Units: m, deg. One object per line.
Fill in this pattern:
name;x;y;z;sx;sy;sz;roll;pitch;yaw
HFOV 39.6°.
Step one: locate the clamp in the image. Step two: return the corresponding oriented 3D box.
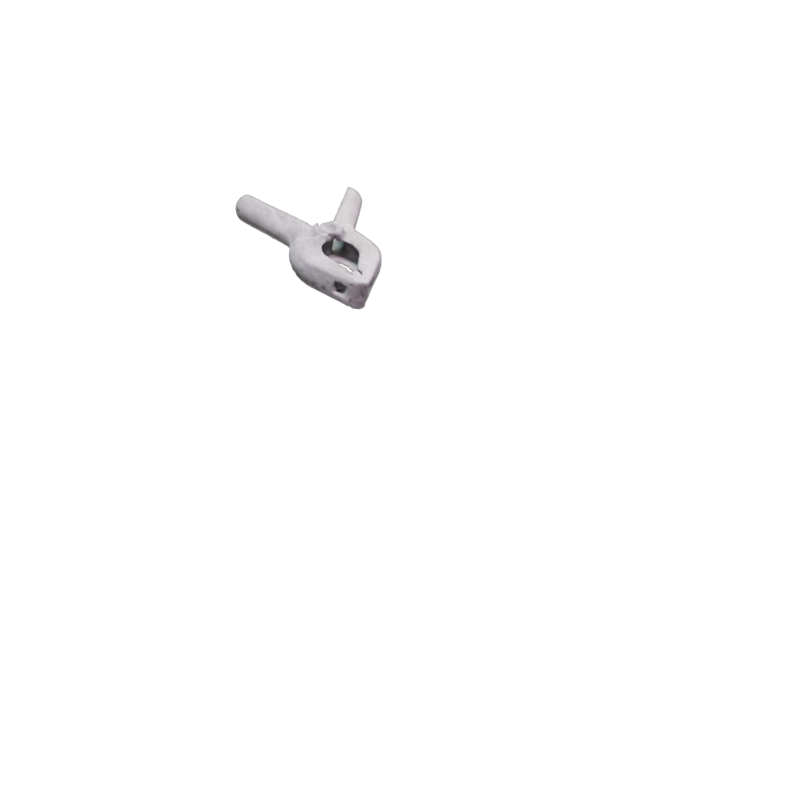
clamp;-0.076;-0.138;0.966;0.119;0.037;0.185;-8;36;-11
